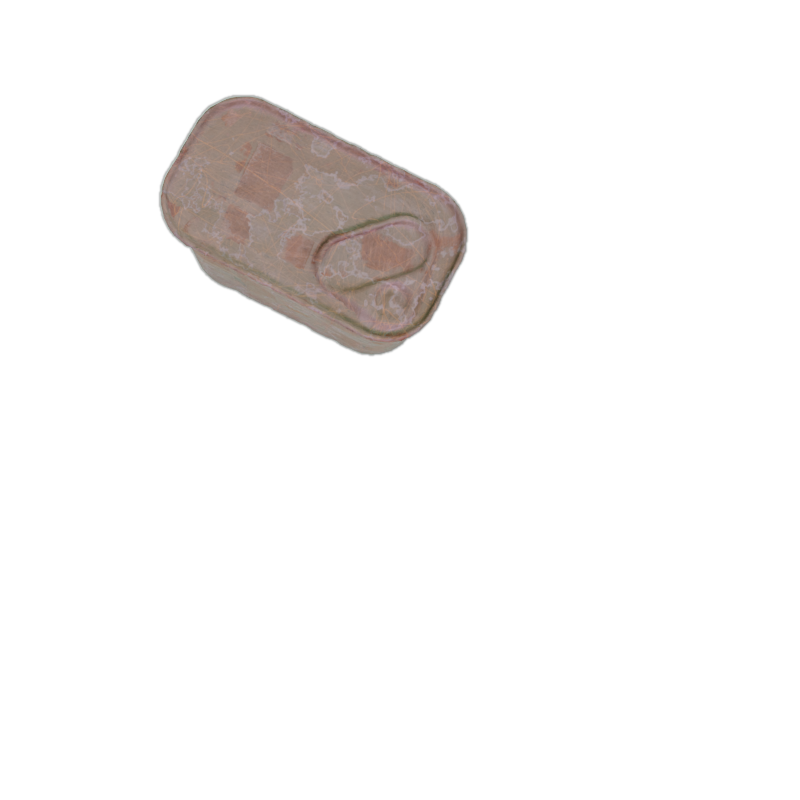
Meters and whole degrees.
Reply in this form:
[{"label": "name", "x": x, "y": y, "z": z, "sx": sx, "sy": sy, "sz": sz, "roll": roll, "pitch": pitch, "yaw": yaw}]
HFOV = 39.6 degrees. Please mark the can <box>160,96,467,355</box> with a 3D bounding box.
[{"label": "can", "x": -0.032, "y": -0.059, "z": 0.411, "sx": 0.103, "sy": 0.058, "sz": 0.082, "roll": 27, "pitch": -7, "yaw": 3}]
